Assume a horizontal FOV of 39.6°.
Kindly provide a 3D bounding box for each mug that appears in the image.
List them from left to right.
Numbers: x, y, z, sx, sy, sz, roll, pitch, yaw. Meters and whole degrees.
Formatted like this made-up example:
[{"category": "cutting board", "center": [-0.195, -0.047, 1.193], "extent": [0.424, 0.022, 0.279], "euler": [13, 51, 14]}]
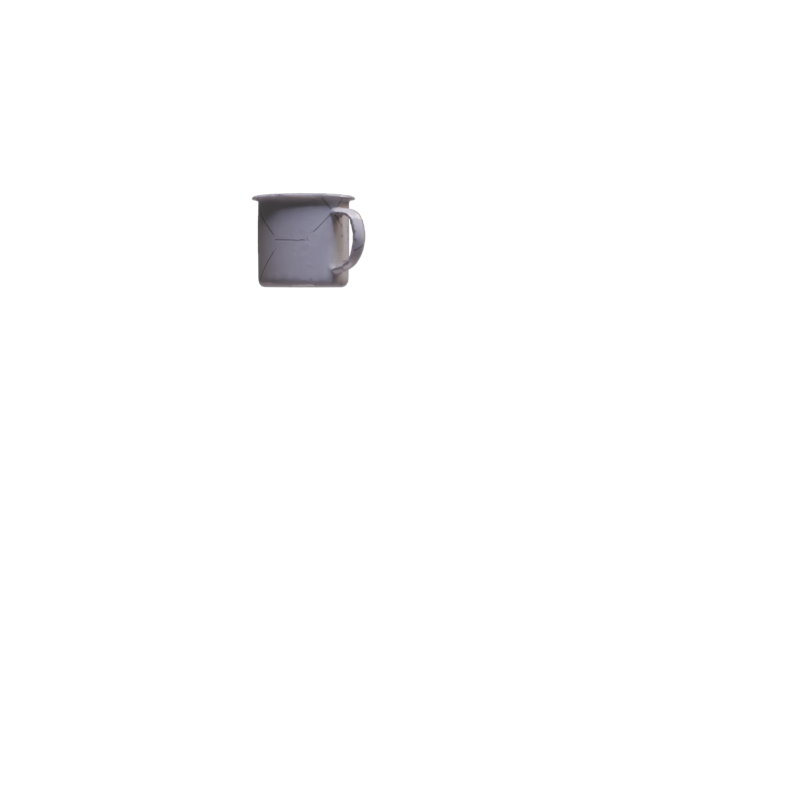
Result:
[{"category": "mug", "center": [-0.077, -0.141, 0.988], "extent": [0.122, 0.082, 0.090], "euler": [3, 4, 39]}]
